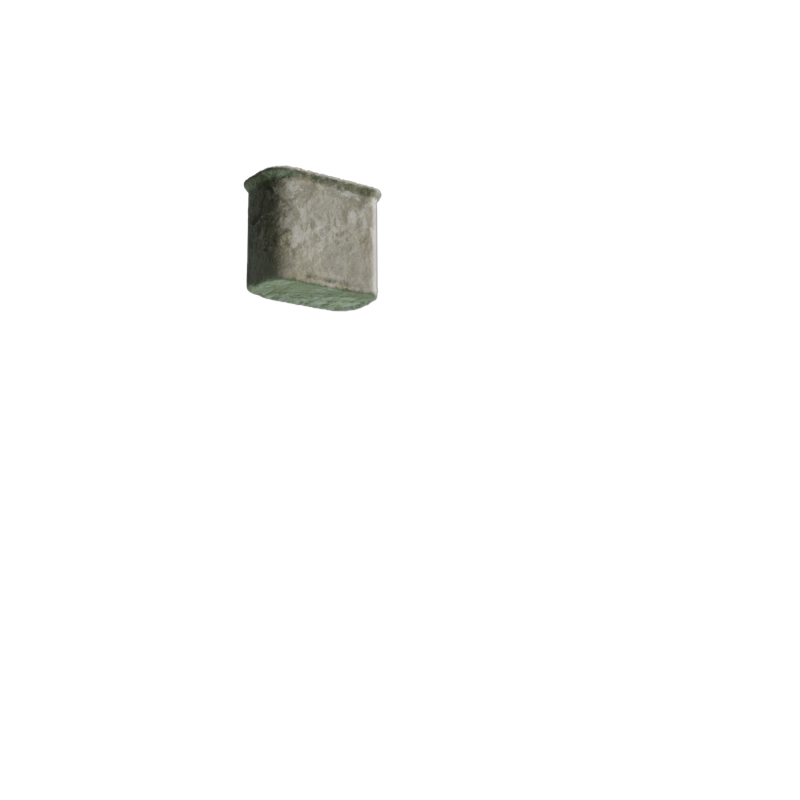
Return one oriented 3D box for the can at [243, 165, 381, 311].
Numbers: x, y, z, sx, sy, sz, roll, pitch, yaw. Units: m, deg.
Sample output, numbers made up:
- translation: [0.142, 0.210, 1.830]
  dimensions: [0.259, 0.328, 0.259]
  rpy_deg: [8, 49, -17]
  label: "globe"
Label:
- translation: [-0.063, -0.115, 0.806]
  dimensions: [0.097, 0.087, 0.058]
  rpy_deg: [9, -18, -35]
  label: "can"
